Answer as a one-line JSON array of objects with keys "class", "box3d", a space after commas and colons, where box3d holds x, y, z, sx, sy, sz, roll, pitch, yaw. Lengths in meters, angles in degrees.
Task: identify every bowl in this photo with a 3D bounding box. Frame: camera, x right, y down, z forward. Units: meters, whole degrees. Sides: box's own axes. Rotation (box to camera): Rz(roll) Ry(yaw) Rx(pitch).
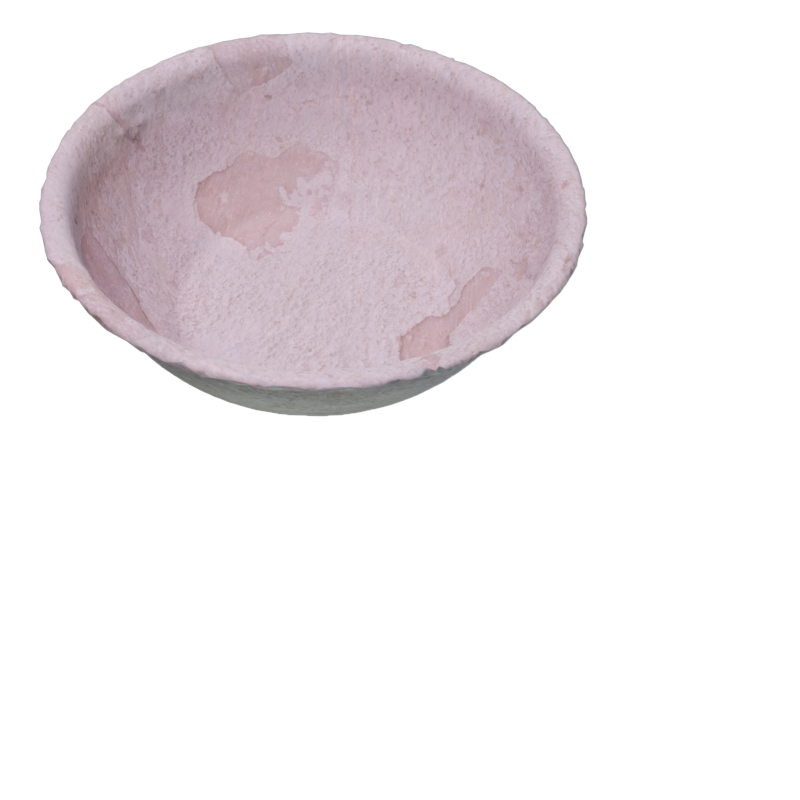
[{"class": "bowl", "box3d": [-0.027, -0.050, 0.348, 0.162, 0.174, 0.051, -1, -43, -1]}]
